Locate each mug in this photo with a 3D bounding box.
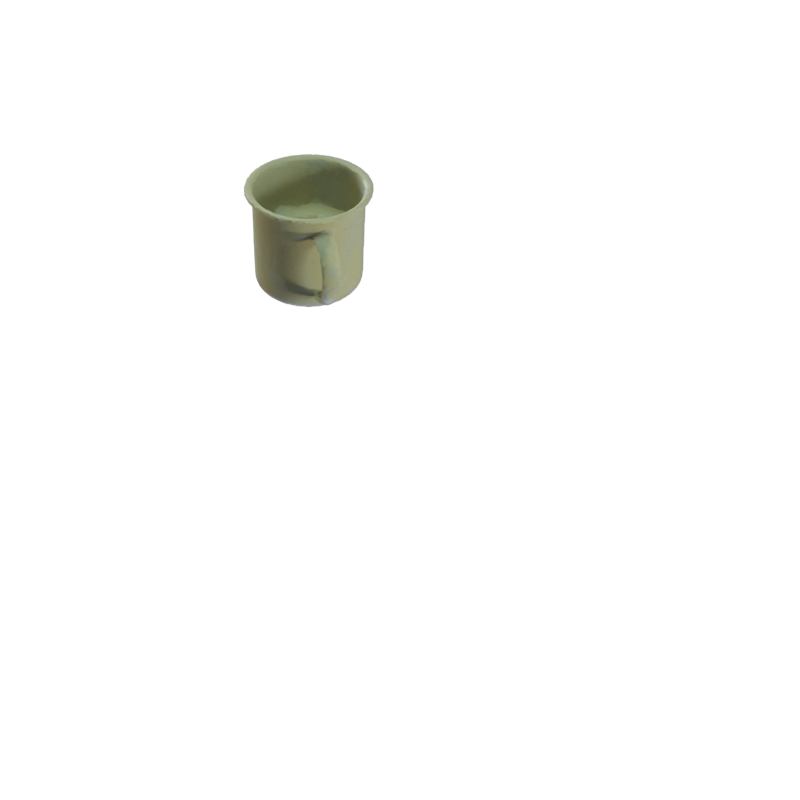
[{"bbox_3d":[-0.063,-0.115,0.806,0.092,0.076,0.127,-11,40,-15],"label":"mug"}]
